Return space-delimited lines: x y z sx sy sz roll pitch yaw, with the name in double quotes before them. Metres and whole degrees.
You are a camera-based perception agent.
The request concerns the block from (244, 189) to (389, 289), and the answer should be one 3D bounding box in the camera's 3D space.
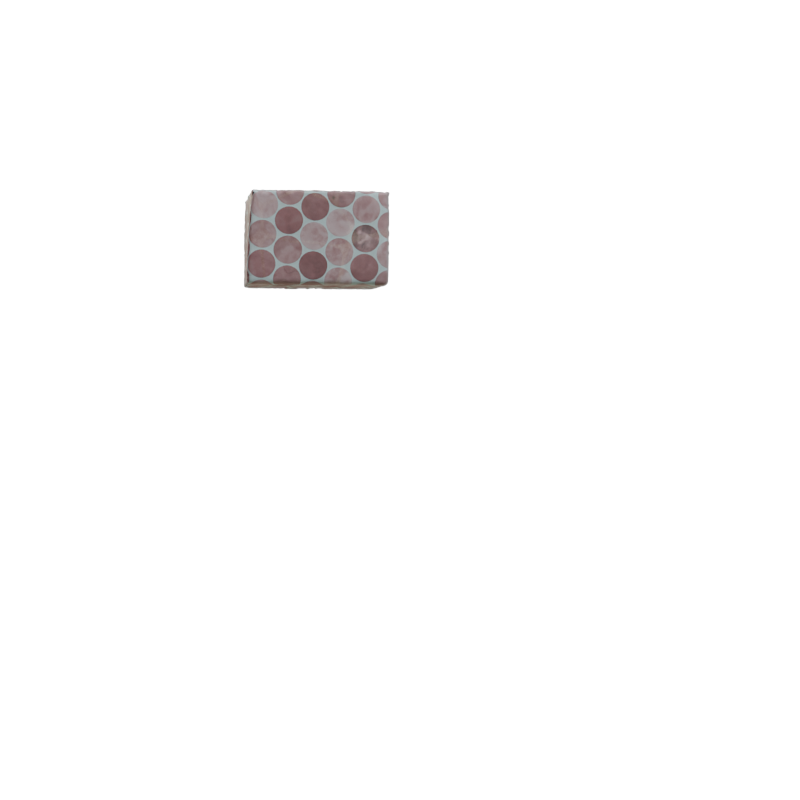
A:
"block" -0.049 -0.089 0.622 0.077 0.052 0.053 0 -1 -9
